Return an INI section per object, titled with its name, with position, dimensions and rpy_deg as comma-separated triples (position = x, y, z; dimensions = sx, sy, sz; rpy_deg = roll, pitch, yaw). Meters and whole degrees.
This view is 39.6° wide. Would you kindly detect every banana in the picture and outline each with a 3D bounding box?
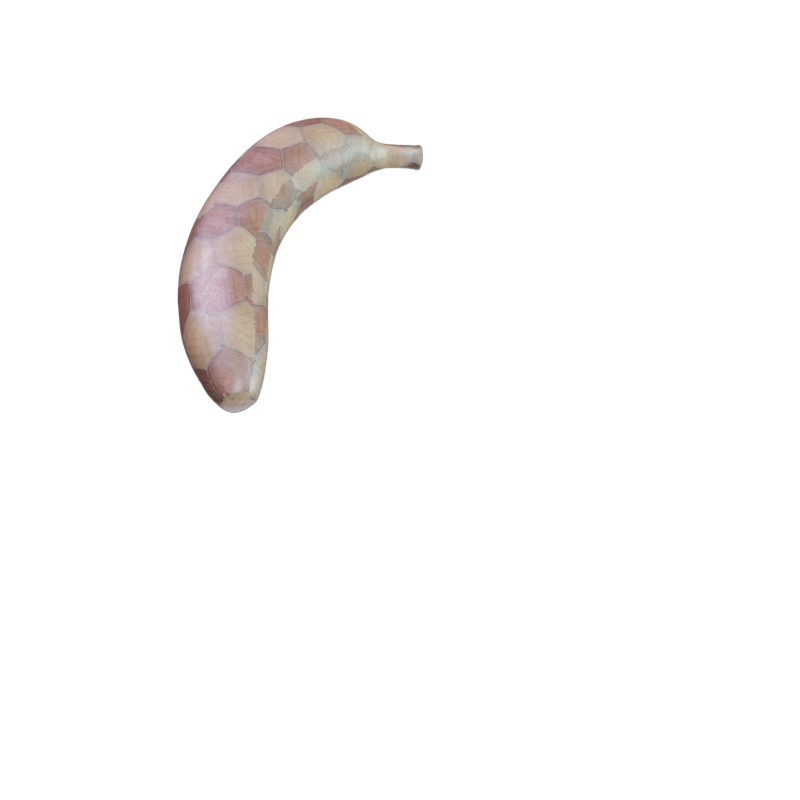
[banana]
position = -0.052, -0.074, 0.473
dimensions = 0.072, 0.034, 0.206
rpy_deg = 14, 44, 15
